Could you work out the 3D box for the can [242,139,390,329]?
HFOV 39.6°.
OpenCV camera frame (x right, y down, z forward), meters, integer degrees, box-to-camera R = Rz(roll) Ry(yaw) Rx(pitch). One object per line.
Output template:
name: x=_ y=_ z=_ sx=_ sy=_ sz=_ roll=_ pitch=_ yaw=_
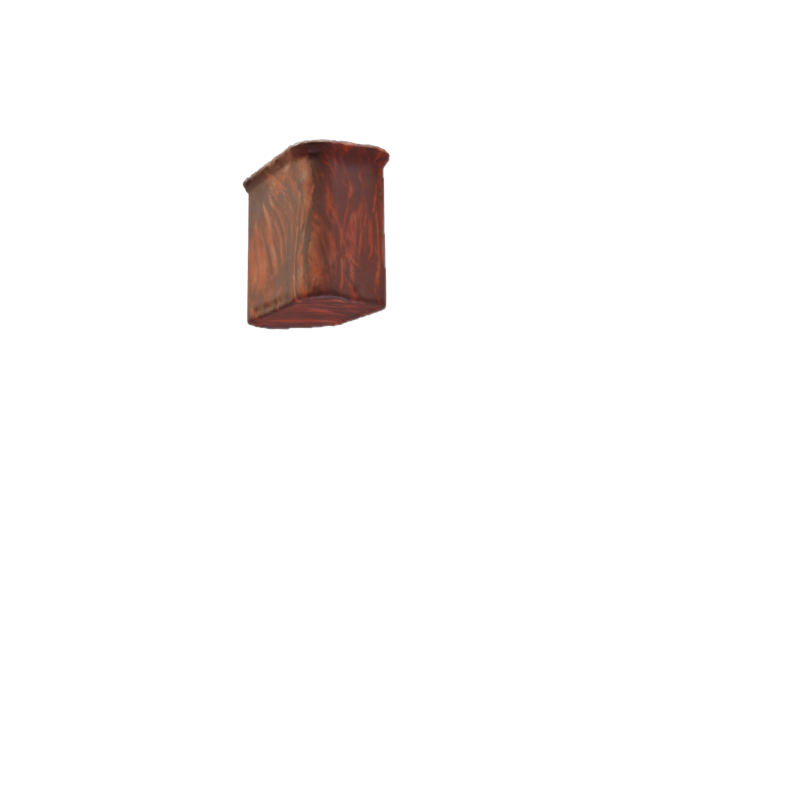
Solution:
can: x=-0.047 y=-0.086 z=0.606 sx=0.055 sy=0.086 sz=0.103 roll=5 pitch=-10 yaw=-27
